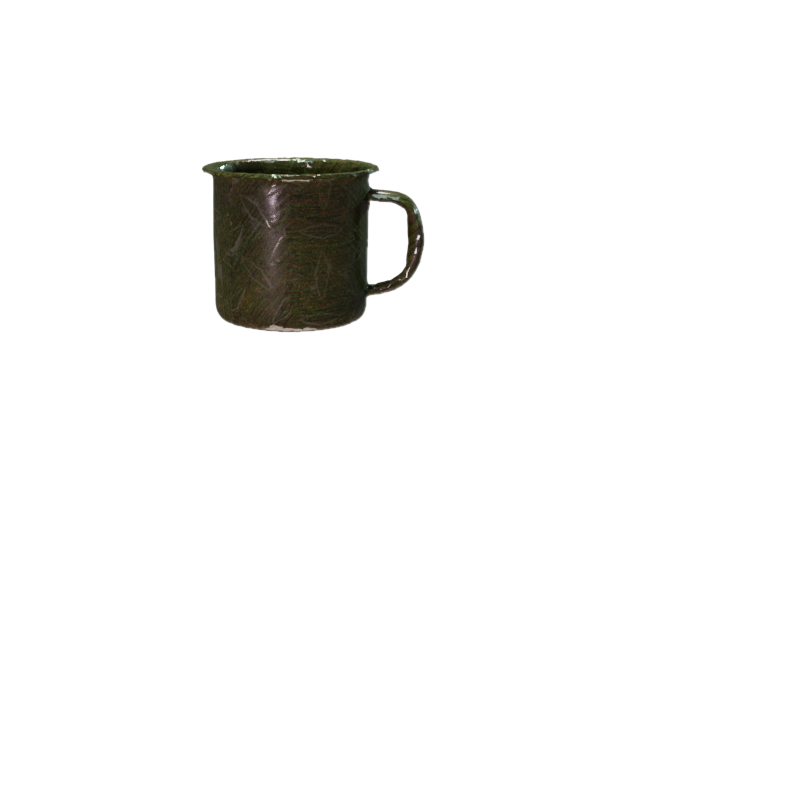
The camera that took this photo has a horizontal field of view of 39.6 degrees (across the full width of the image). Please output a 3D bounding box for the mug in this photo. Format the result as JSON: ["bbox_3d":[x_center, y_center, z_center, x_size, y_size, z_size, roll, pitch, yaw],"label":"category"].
[{"bbox_3d":[-0.046,-0.084,0.589,0.118,0.079,0.096,1,14,2],"label":"mug"}]
